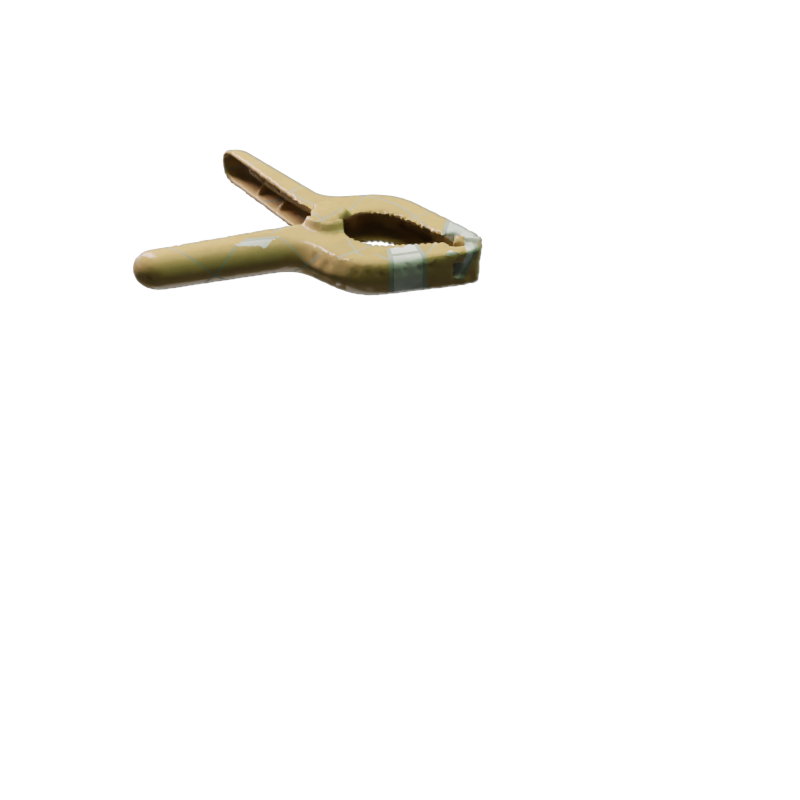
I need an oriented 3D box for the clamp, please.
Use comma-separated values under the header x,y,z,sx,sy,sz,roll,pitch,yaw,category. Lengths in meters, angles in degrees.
x,y,z,sx,sy,sz,roll,pitch,yaw,category
-0.056,-0.102,0.713,0.217,0.034,0.170,15,40,18,clamp
